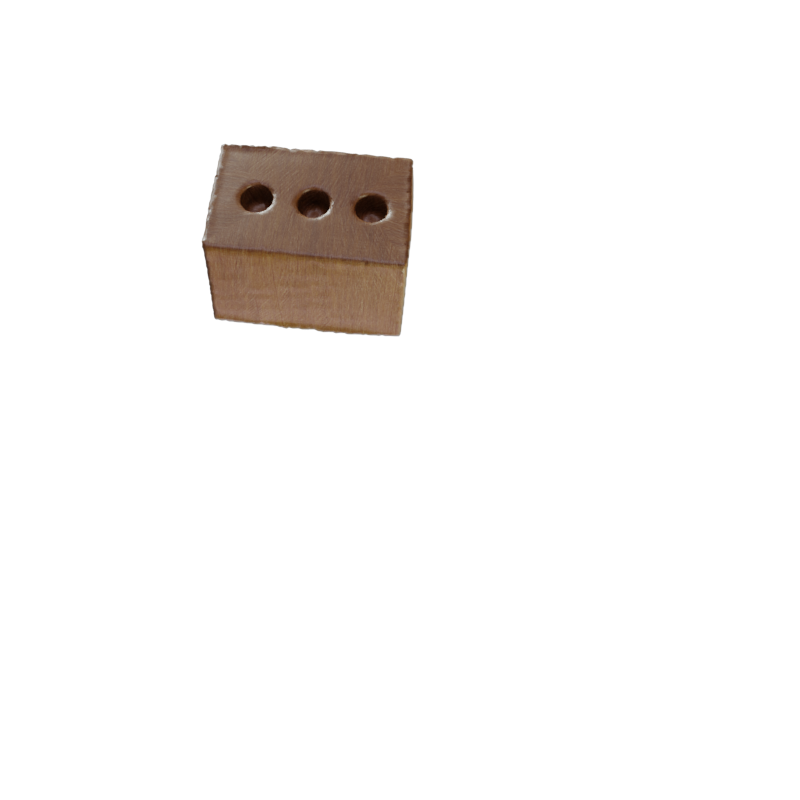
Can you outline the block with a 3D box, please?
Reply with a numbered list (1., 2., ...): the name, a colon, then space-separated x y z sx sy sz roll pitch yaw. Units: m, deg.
1. block: -0.034 -0.062 0.437 0.078 0.056 0.048 5 -33 2
